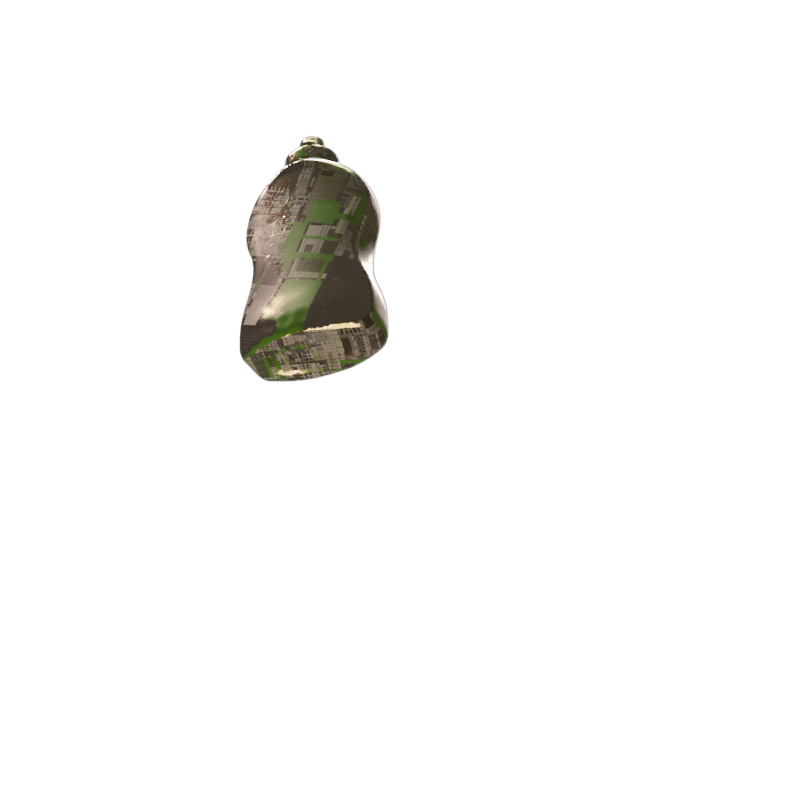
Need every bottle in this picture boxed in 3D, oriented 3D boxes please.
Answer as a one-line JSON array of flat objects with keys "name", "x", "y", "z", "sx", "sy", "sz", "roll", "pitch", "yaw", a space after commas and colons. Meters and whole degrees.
[{"name": "bottle", "x": -0.060, "y": -0.110, "z": 0.768, "sx": 0.097, "sy": 0.205, "sz": 0.054, "roll": -18, "pitch": -40, "yaw": 20}]
